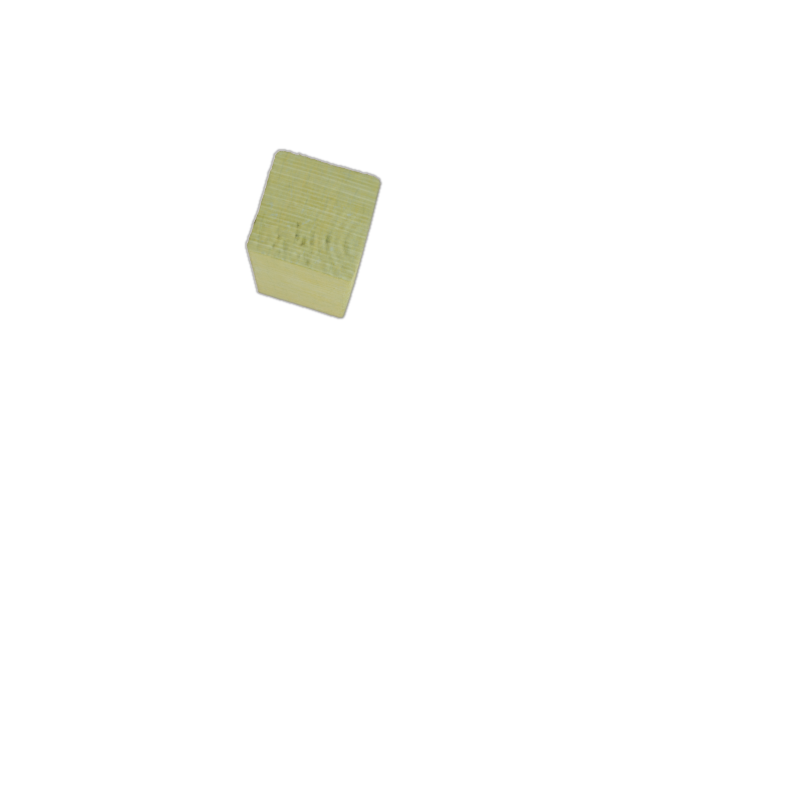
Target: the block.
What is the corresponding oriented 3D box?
[{"bbox_3d":[-0.076,-0.140,0.980,0.091,0.092,0.202,17,-6,-2],"label":"block"}]
